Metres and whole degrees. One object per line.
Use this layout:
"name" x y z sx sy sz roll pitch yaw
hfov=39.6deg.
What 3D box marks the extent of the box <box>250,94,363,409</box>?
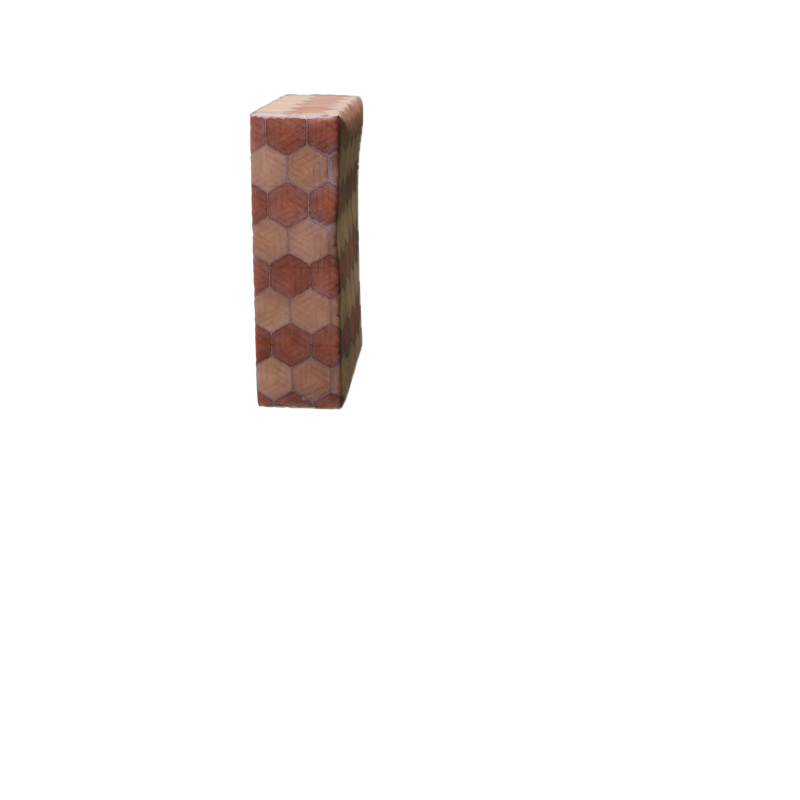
"box" -0.066 -0.121 0.849 0.072 0.207 0.169 2 16 3
